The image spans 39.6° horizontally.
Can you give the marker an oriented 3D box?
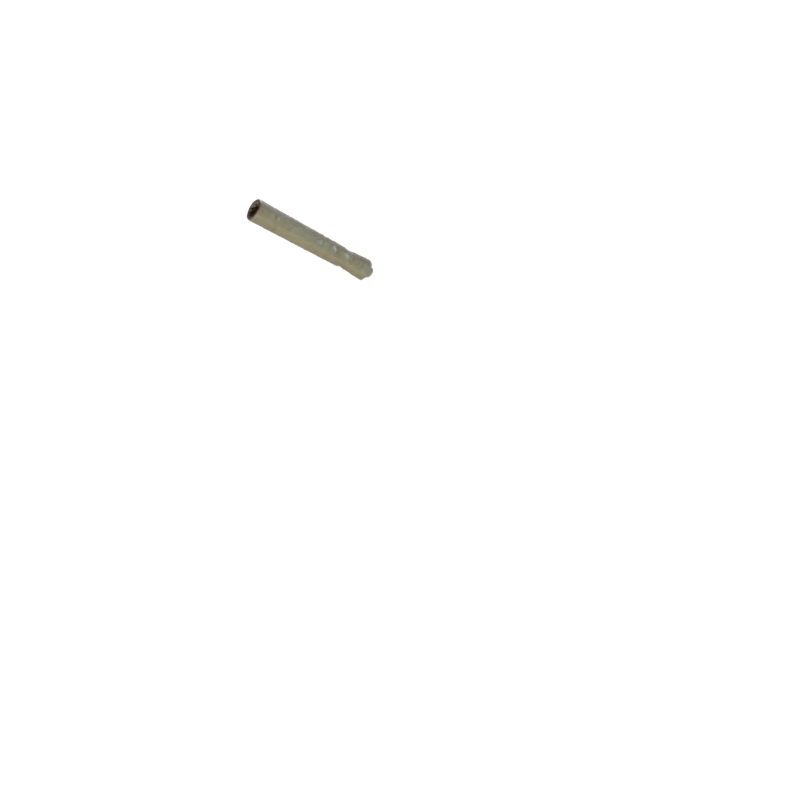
[{"bbox_3d":[-0.071,-0.129,0.901,0.114,0.020,0.020,26,-10,-28],"label":"marker"}]
